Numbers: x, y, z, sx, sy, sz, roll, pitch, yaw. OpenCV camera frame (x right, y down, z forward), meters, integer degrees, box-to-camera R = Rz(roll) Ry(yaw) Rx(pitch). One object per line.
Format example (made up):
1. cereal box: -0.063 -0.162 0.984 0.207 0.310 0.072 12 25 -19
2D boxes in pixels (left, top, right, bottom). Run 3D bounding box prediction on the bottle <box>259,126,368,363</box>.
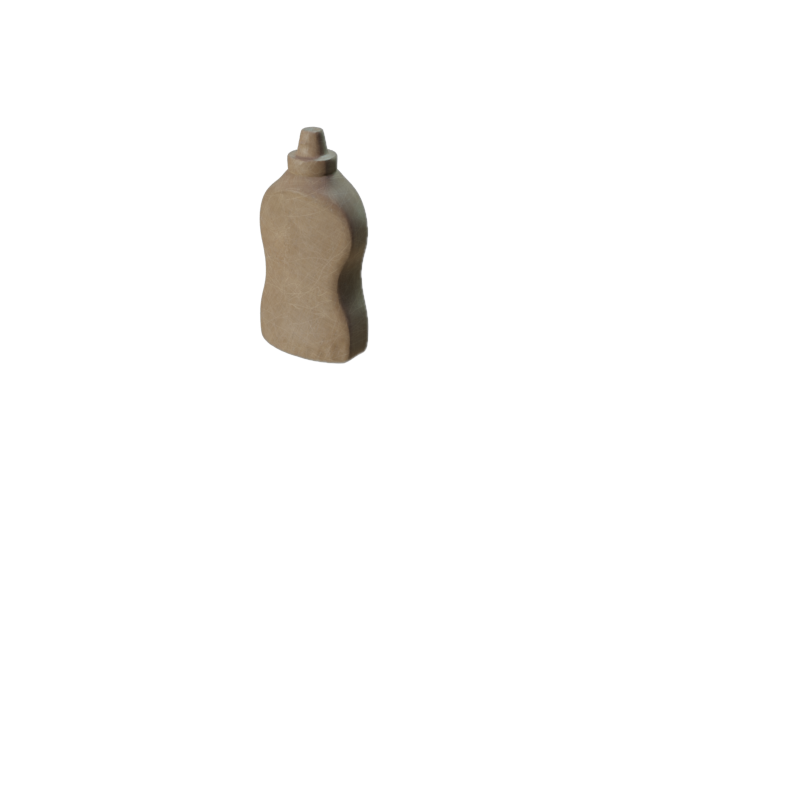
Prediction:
1. bottle: -0.072 -0.131 0.917 0.101 0.183 0.058 17 26 34
